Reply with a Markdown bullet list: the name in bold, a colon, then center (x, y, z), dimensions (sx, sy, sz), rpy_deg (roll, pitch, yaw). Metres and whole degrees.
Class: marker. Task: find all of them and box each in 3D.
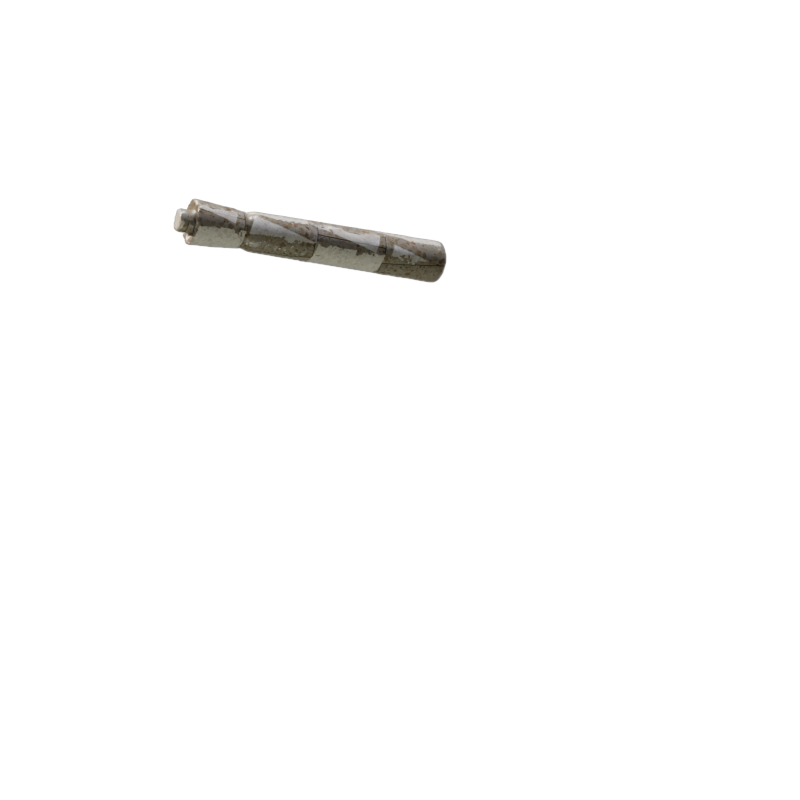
- **marker**: center (-0.036, -0.066, 0.465), dimensions (0.116, 0.020, 0.020), rpy_deg (6, 1, -26)
